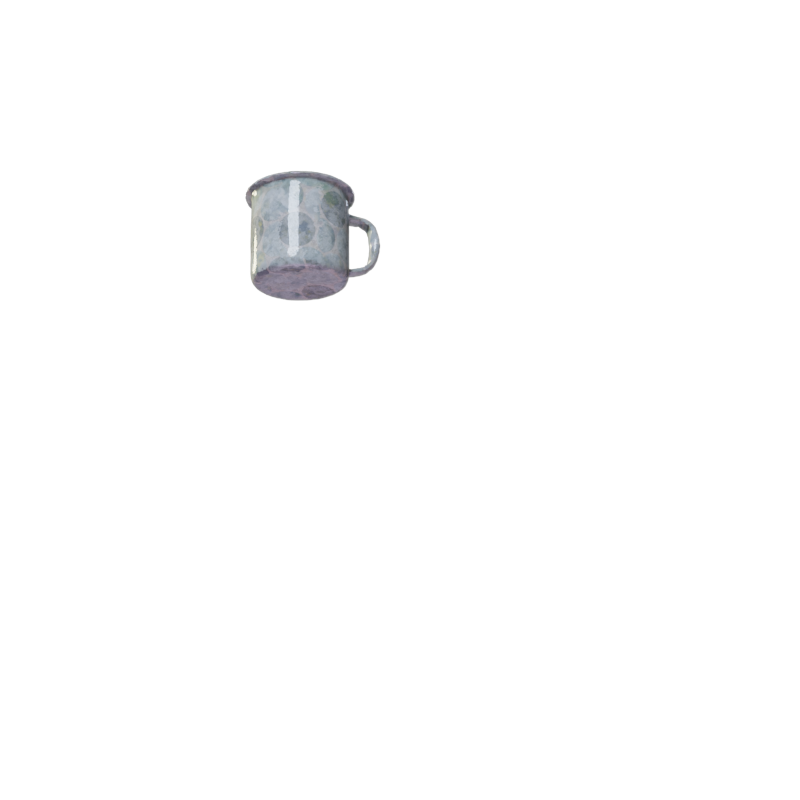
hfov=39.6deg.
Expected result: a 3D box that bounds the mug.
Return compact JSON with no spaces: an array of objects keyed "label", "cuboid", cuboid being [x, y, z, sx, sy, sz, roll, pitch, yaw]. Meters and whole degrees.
[{"label":"mug","cuboid":[-0.073,-0.133,0.929,0.113,0.086,0.091,7,-22,-21]}]
